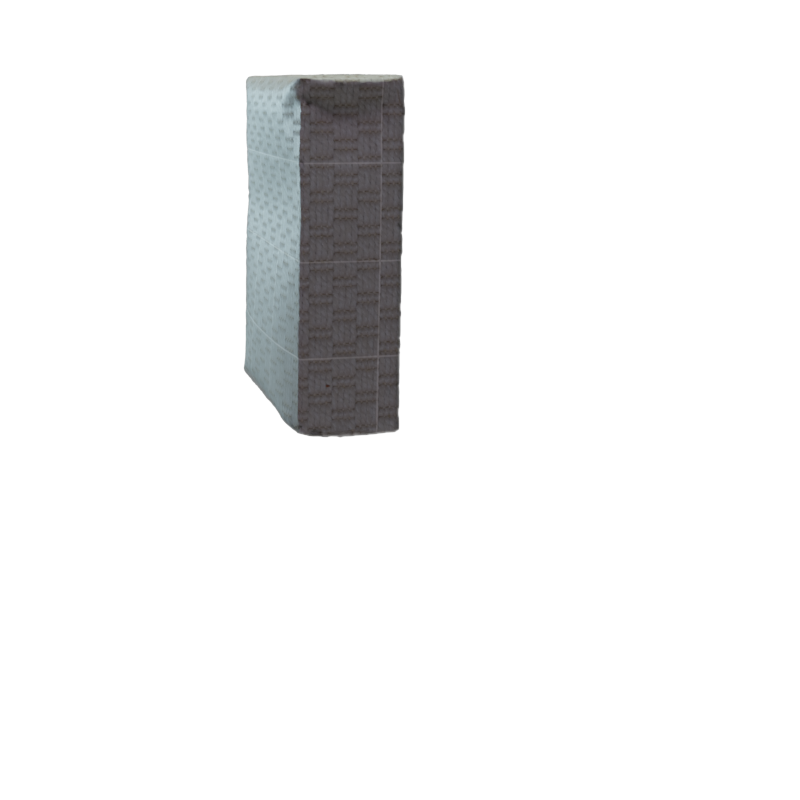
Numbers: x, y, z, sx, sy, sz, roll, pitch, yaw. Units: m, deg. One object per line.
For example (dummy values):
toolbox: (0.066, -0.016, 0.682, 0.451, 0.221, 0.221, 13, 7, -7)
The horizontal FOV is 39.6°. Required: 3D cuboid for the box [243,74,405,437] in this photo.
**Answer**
box: (-0.056, -0.102, 0.715, 0.070, 0.209, 0.171, -2, 12, -18)
